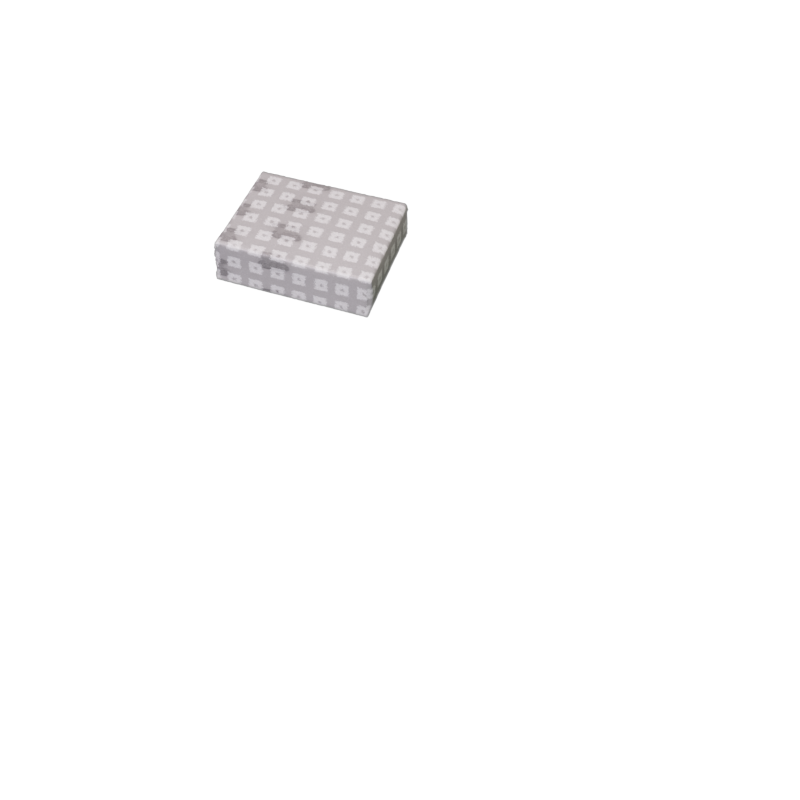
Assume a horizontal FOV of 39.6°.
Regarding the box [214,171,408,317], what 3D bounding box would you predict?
[{"bbox_3d":[-0.060,-0.110,0.767,0.116,0.036,0.094,12,43,13],"label":"box"}]
